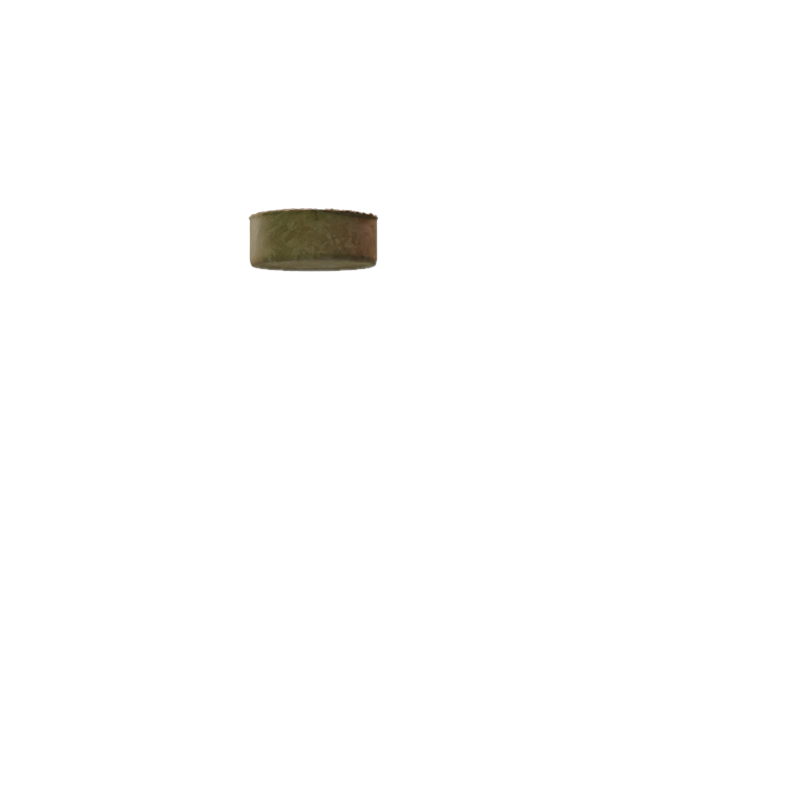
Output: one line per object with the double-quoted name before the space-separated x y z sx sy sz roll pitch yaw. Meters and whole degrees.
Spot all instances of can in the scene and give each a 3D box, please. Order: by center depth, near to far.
"can" -0.057 -0.105 0.734 0.086 0.034 0.086 0 1 -2
